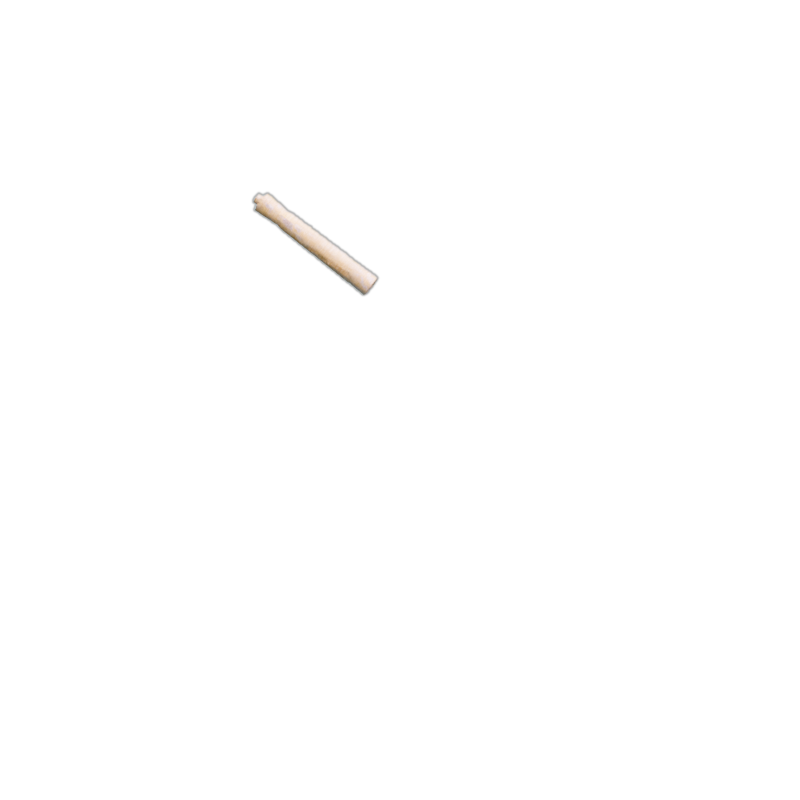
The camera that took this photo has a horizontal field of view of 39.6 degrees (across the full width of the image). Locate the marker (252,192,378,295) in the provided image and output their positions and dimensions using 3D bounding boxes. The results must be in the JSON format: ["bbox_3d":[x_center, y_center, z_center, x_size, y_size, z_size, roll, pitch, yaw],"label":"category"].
[{"bbox_3d":[-0.071,-0.129,0.905,0.124,0.020,0.019,38,9,8],"label":"marker"}]
